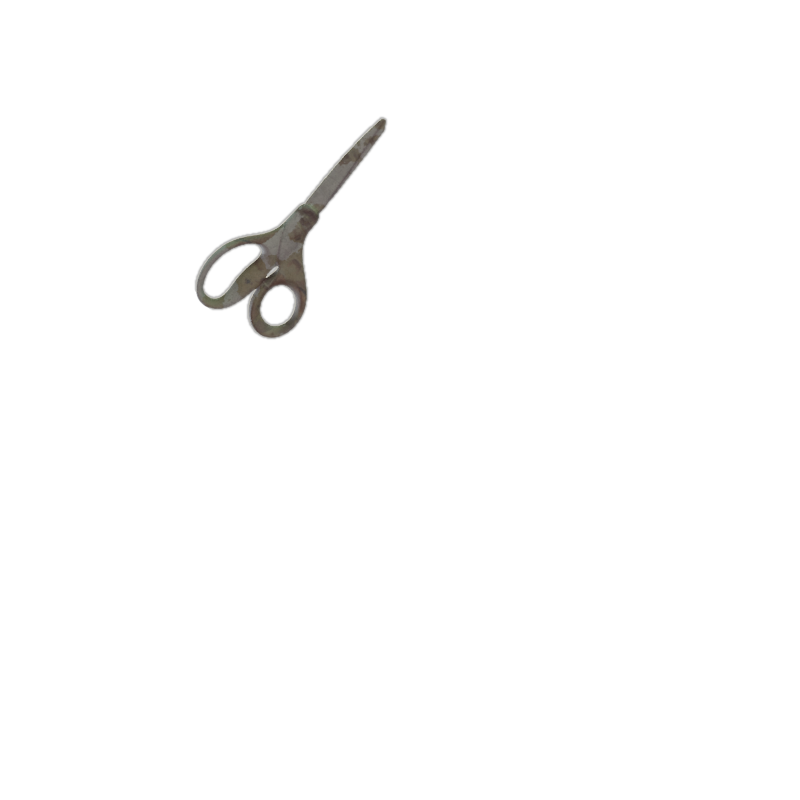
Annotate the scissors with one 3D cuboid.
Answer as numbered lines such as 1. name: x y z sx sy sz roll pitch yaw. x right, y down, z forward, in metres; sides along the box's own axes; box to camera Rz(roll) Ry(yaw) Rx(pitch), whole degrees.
1. scissors: -0.068 -0.123 0.865 0.201 0.093 0.016 -34 14 10
